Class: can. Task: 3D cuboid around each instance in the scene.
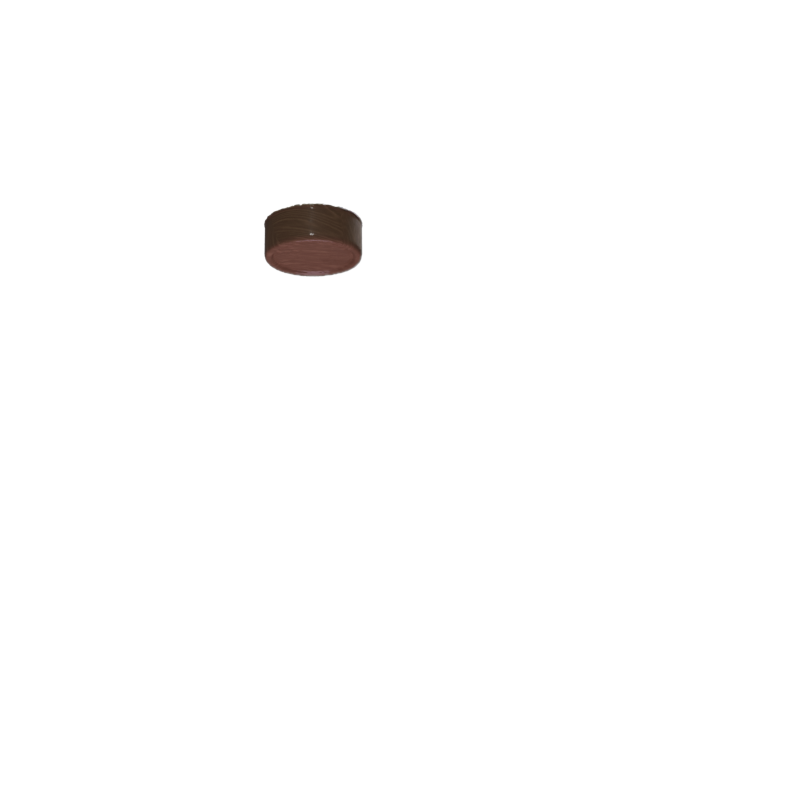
[{"bbox_3d":[-0.075,-0.137,0.957,0.086,0.035,0.082,0,-17,-2],"label":"can"}]
